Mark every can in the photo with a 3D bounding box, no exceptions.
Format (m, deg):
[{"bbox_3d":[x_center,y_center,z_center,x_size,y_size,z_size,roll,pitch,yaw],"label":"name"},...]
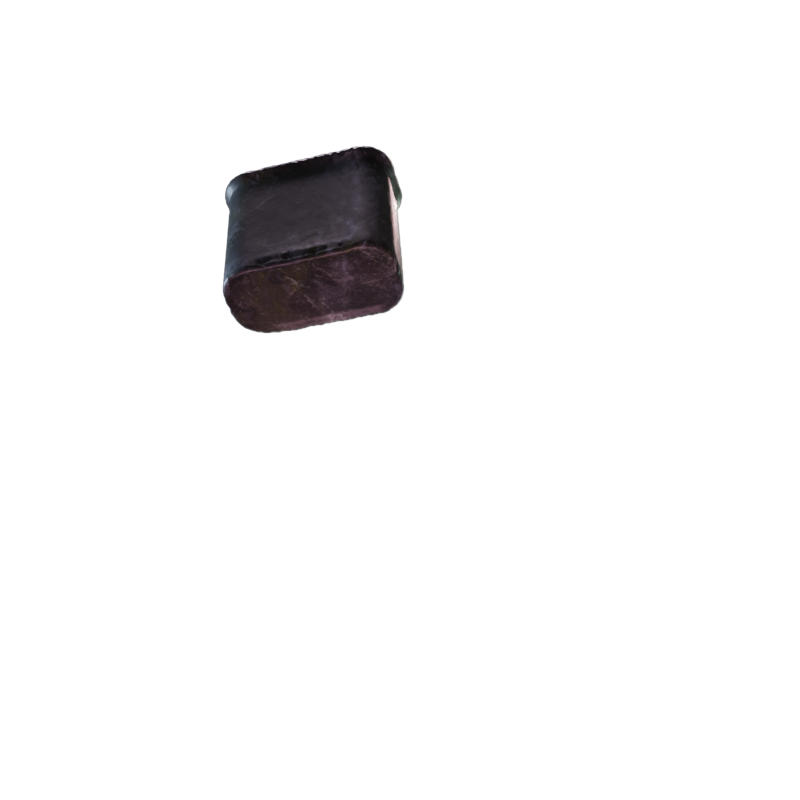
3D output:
[{"bbox_3d":[-0.049,-0.089,0.624,0.103,0.090,0.053,-11,-46,9],"label":"can"}]
